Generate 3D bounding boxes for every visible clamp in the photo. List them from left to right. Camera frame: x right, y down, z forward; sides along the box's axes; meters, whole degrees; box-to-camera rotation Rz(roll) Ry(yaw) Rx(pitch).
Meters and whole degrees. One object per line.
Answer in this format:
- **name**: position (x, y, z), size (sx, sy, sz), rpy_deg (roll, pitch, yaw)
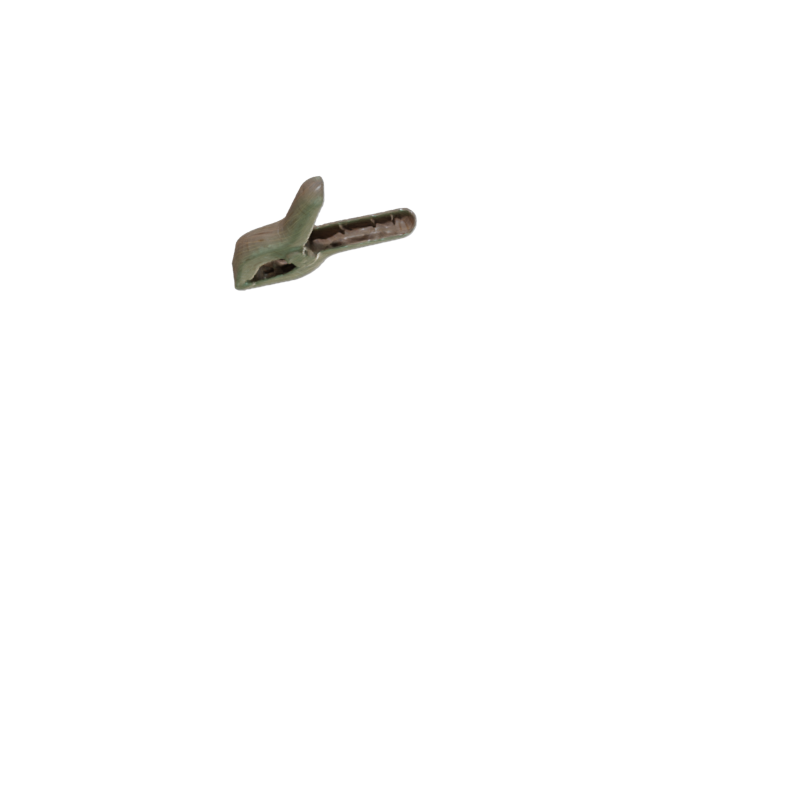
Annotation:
- **clamp**: position (-0.073, -0.133, 0.928), size (0.114, 0.041, 0.171), rpy_deg (15, -25, -35)
